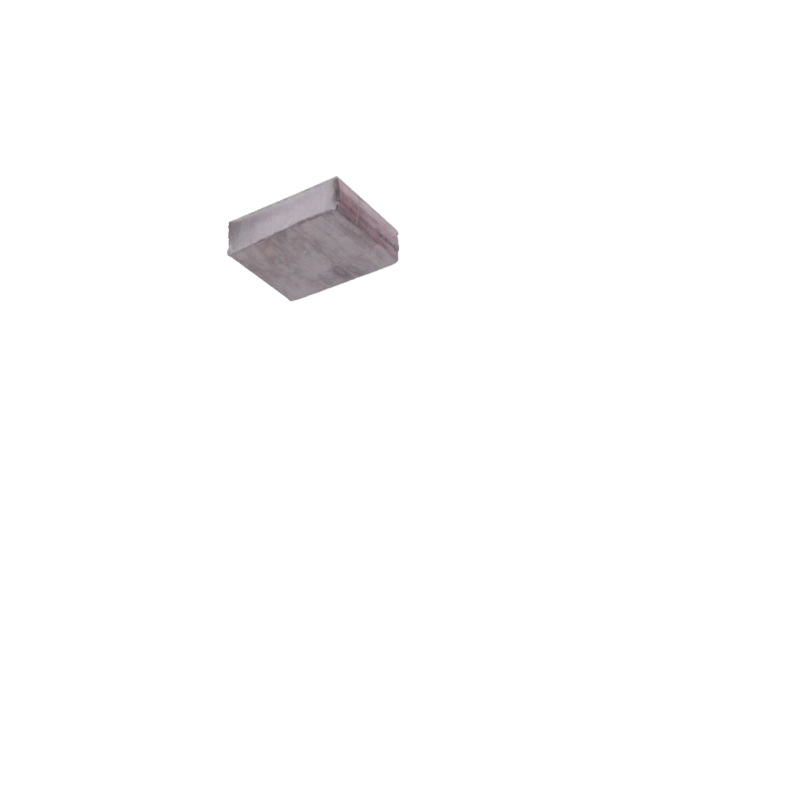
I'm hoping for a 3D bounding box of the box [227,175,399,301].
[{"bbox_3d":[-0.071,-0.129,0.907,0.114,0.042,0.083,-19,-36,28],"label":"box"}]
